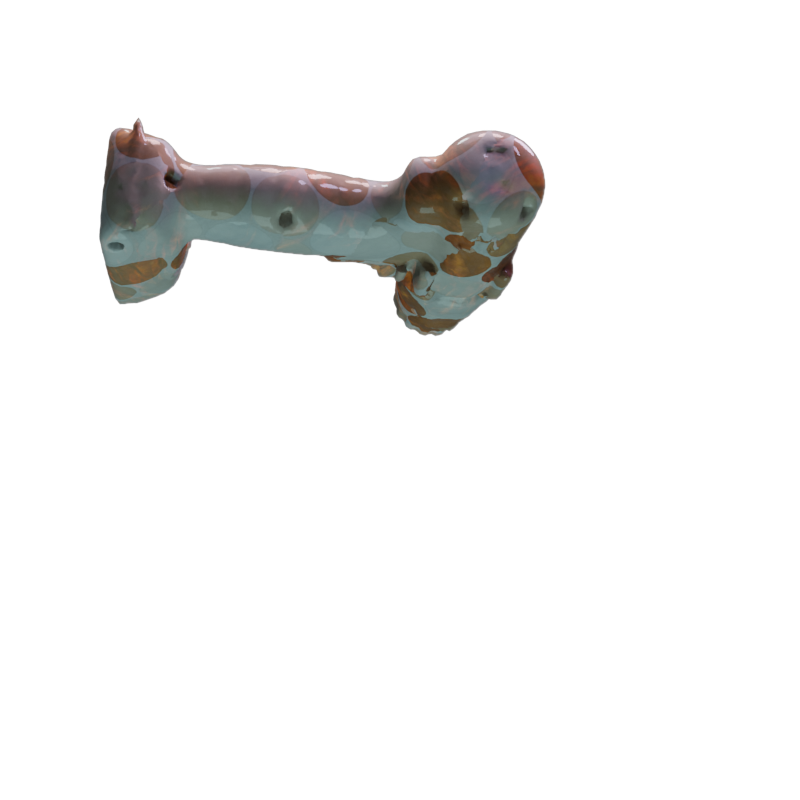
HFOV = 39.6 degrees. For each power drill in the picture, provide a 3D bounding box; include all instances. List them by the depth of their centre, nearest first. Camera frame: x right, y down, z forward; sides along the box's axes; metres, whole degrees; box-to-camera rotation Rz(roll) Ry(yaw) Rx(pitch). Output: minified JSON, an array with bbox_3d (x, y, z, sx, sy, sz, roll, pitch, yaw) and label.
[{"bbox_3d":[-0.041,-0.074,0.520,0.186,0.060,0.178,2,-16,-6],"label":"power drill"}]
